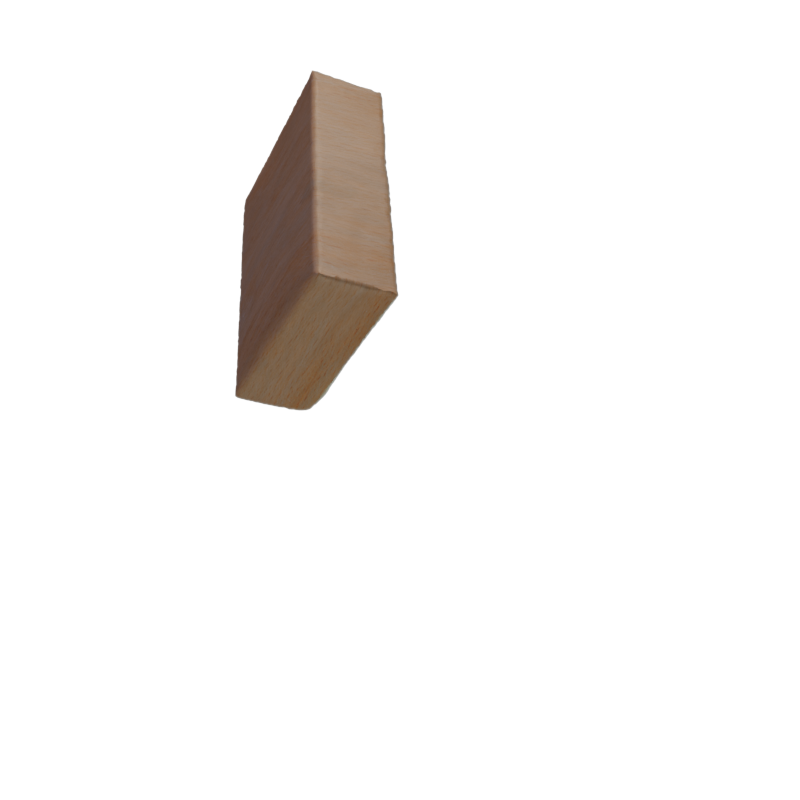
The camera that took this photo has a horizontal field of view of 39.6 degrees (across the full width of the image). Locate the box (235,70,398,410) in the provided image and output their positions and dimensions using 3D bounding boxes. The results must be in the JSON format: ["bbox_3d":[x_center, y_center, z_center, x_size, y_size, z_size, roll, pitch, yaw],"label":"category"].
[{"bbox_3d":[-0.068,-0.125,0.872,0.069,0.229,0.158,15,-41,-22],"label":"box"}]
